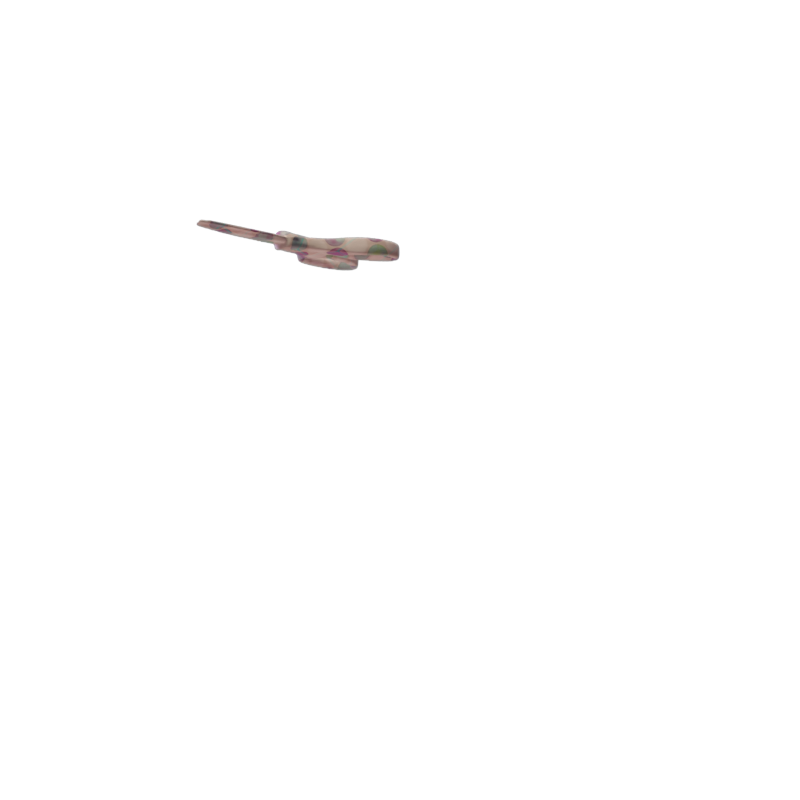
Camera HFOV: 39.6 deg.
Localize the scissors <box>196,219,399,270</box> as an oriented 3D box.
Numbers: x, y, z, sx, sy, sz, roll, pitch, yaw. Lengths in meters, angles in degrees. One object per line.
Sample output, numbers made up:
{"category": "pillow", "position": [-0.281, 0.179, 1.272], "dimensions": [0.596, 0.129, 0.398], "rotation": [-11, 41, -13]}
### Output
{"category": "scissors", "position": [-0.068, -0.125, 0.874], "dimensions": [0.099, 0.016, 0.193], "rotation": [-1, -3, 22]}
